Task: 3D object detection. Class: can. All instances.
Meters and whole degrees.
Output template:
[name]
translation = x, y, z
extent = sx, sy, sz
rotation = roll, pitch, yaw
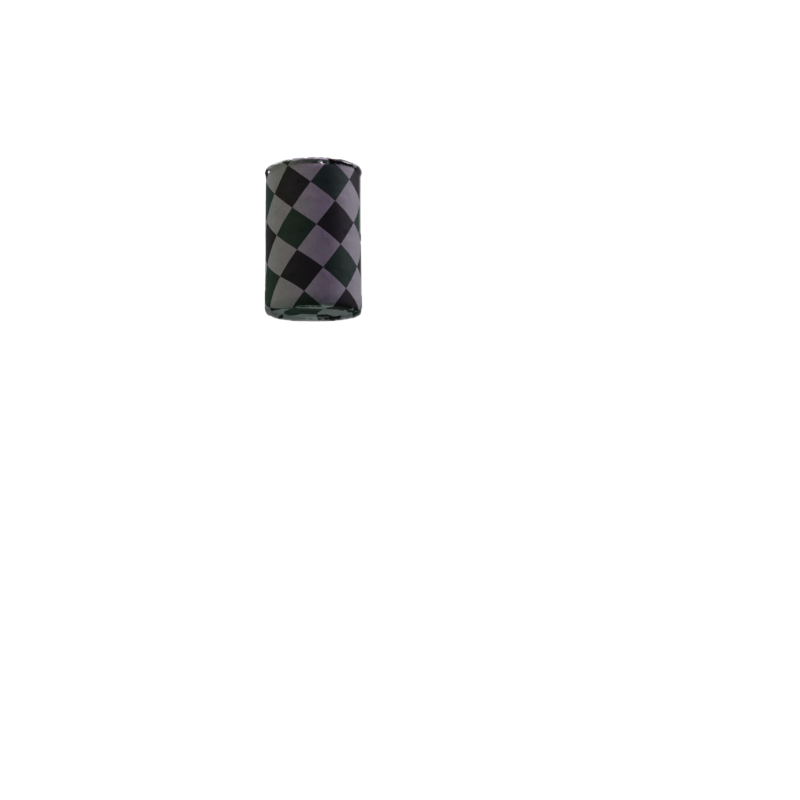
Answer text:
[can]
translation = -0.060, -0.110, 0.767
extent = 0.068, 0.105, 0.067
rotation = 0, -11, -2
